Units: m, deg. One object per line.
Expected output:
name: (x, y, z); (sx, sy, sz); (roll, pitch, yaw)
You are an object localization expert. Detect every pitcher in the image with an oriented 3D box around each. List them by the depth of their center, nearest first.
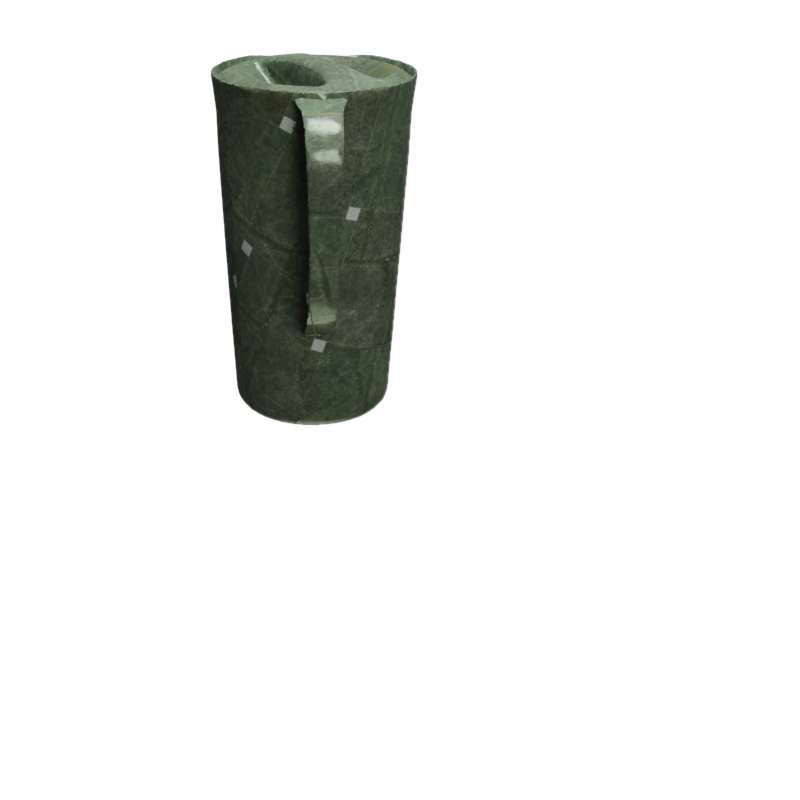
pitcher: (-0.058, -0.106, 0.745); (0.153, 0.232, 0.148); (17, 27, 34)
